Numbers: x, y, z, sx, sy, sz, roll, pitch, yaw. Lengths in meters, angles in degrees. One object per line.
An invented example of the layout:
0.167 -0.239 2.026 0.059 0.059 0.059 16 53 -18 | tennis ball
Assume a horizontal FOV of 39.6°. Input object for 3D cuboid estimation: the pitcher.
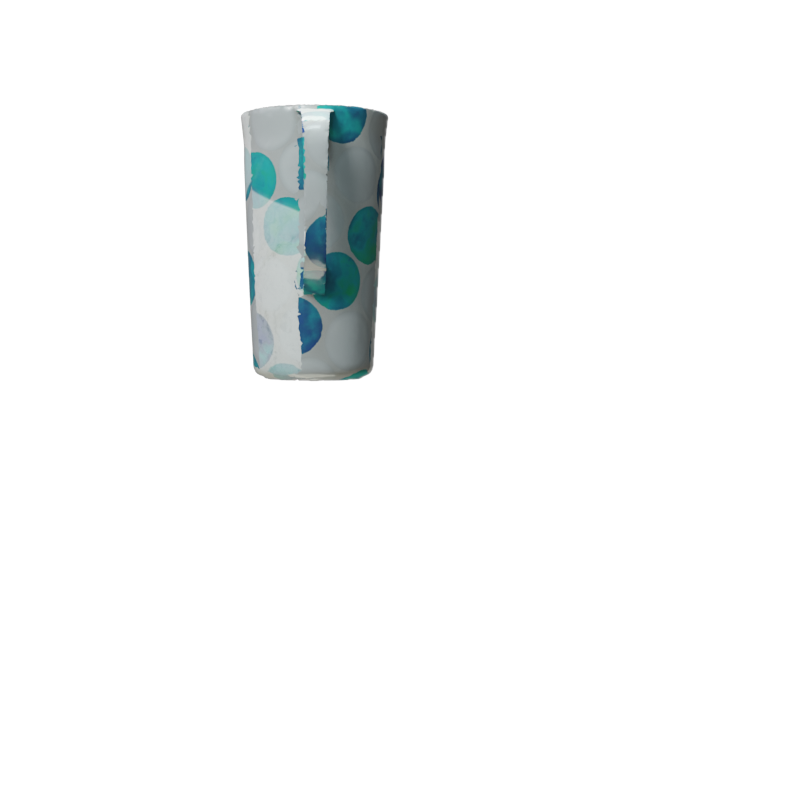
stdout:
-0.077 -0.141 0.989 0.150 0.245 0.143 -1 -2 41 | pitcher
